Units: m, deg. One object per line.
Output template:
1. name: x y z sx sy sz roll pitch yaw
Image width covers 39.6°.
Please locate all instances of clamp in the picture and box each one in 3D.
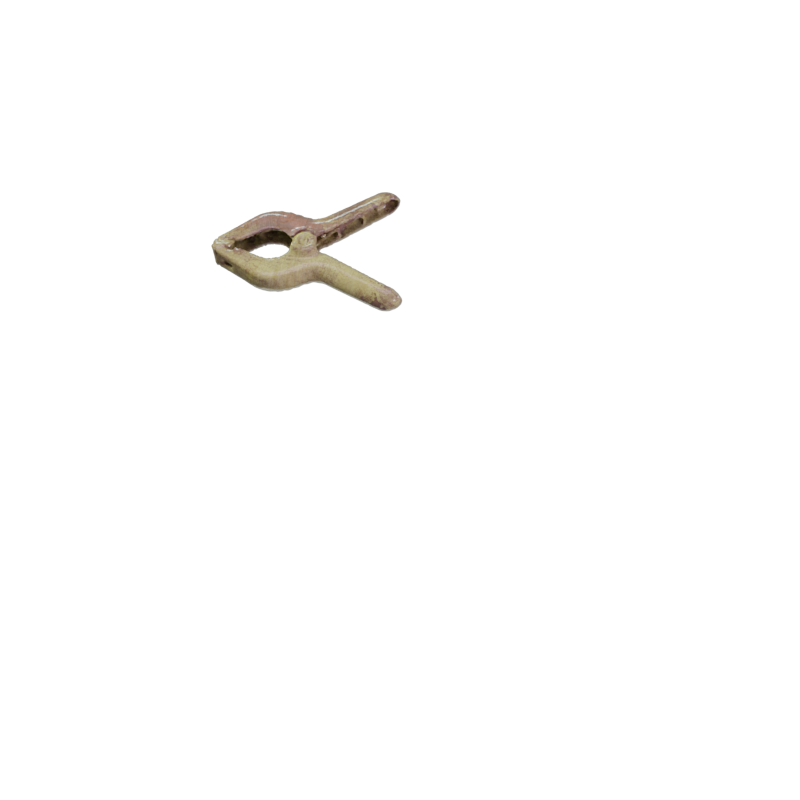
1. clamp: -0.077 -0.140 0.979 0.173 0.127 0.037 8 -38 6
